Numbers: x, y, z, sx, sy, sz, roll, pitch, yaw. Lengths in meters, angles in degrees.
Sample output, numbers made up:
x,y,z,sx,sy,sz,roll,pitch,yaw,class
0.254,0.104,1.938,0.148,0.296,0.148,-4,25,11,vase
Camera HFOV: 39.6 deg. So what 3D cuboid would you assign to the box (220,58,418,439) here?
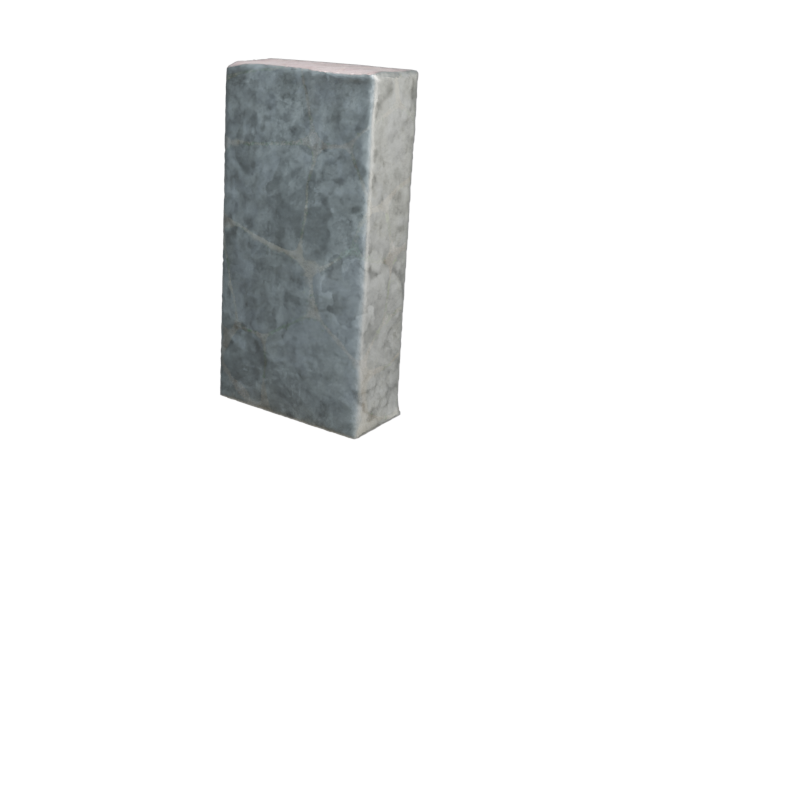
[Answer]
x,y,z,sx,sy,sz,roll,pitch,yaw,class
-0.044,-0.079,0.553,0.098,0.170,0.047,12,19,34,box
